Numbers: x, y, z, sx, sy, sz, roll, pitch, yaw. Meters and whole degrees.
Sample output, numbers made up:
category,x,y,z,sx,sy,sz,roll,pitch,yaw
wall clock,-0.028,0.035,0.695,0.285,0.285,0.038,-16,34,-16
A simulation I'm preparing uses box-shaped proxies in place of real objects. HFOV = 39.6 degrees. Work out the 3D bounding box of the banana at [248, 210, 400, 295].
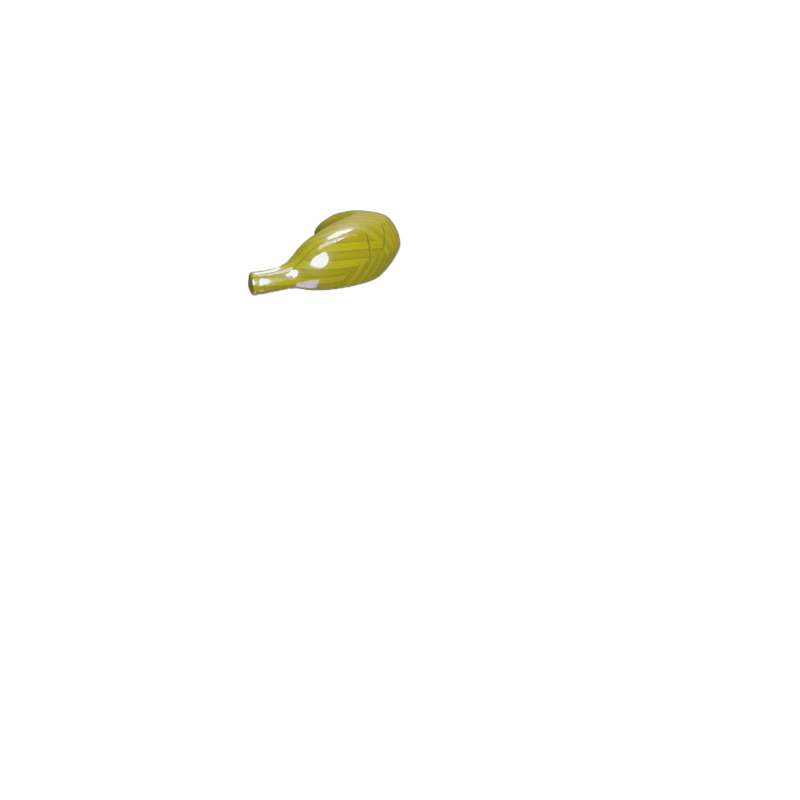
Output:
category,x,y,z,sx,sy,sz,roll,pitch,yaw
banana,-0.033,-0.092,0.649,0.070,0.036,0.200,2,14,7
